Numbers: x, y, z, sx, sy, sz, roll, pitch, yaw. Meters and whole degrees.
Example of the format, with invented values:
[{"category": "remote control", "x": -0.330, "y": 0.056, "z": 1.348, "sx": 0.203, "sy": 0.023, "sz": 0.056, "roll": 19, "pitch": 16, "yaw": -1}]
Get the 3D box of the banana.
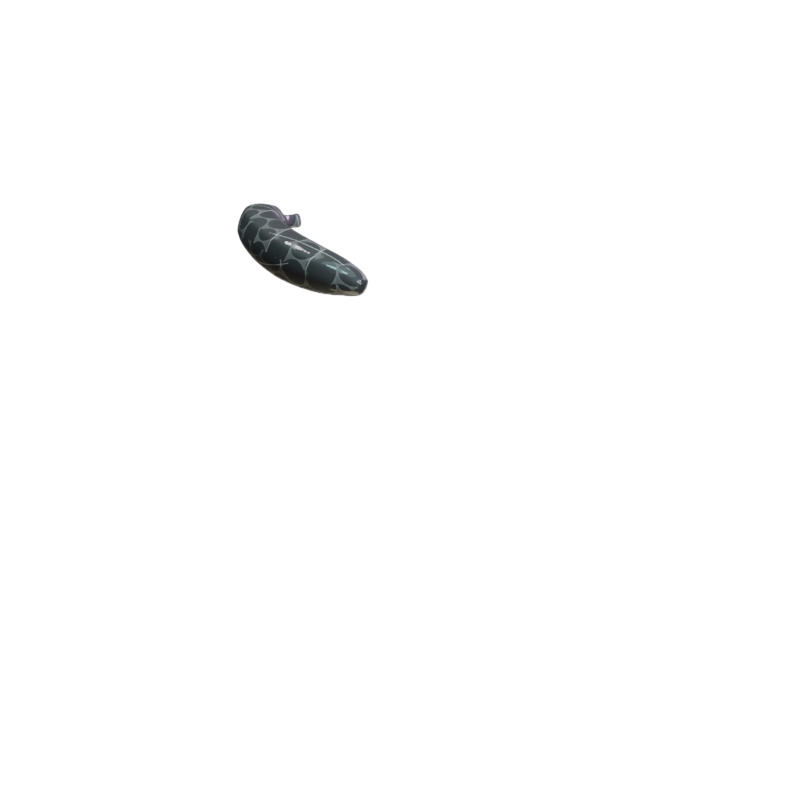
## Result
[{"category": "banana", "x": -0.086, "y": -0.123, "z": 0.864, "sx": 0.068, "sy": 0.035, "sz": 0.211, "roll": -7, "pitch": 26, "yaw": -17}]
